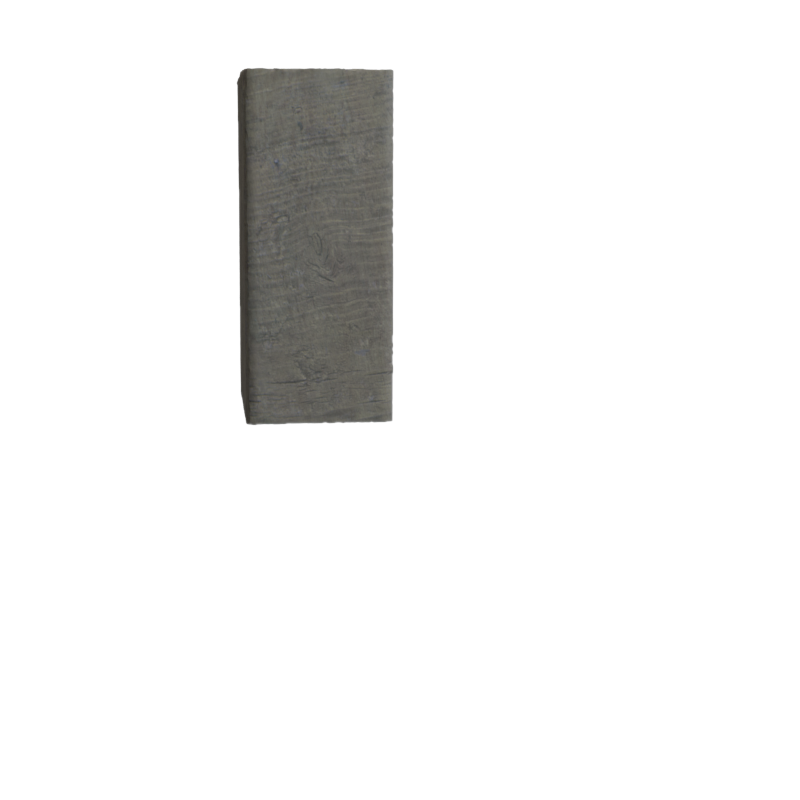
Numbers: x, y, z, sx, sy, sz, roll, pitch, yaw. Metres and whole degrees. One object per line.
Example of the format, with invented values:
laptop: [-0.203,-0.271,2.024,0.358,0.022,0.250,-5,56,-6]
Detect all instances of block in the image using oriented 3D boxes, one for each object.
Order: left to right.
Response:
block: [-0.054,-0.098,0.685,0.089,0.203,0.093,-1,6,-8]
